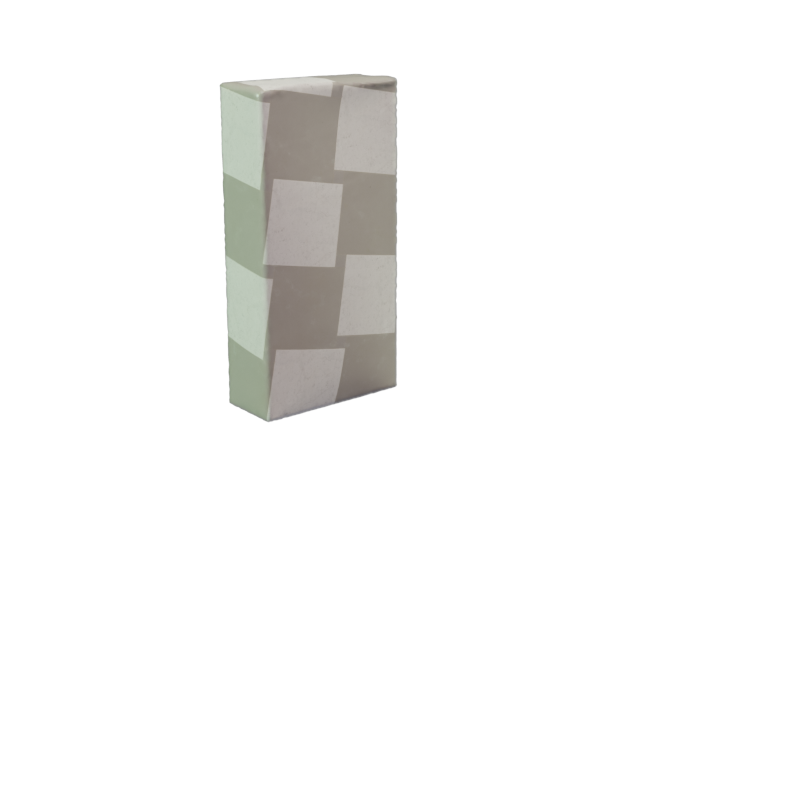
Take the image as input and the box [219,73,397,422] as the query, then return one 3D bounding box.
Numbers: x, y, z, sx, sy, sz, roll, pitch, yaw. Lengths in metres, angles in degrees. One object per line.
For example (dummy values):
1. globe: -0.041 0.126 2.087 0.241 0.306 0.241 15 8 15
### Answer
1. box: -0.047 -0.086 0.601 0.091 0.170 0.051 -12 20 -38
